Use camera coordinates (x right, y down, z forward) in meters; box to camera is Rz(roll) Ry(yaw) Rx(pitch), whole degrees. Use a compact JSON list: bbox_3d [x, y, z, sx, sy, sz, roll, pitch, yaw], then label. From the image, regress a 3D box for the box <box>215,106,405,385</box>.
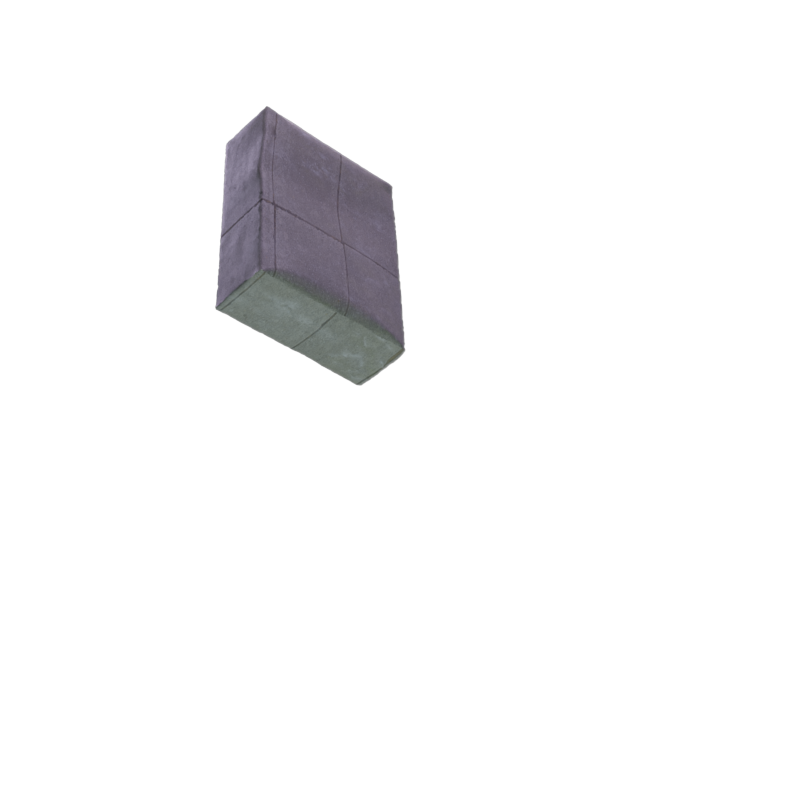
[{"bbox_3d":[-0.078,-0.142,0.996,0.155,0.230,0.071,28,-50,-31],"label":"box"}]
